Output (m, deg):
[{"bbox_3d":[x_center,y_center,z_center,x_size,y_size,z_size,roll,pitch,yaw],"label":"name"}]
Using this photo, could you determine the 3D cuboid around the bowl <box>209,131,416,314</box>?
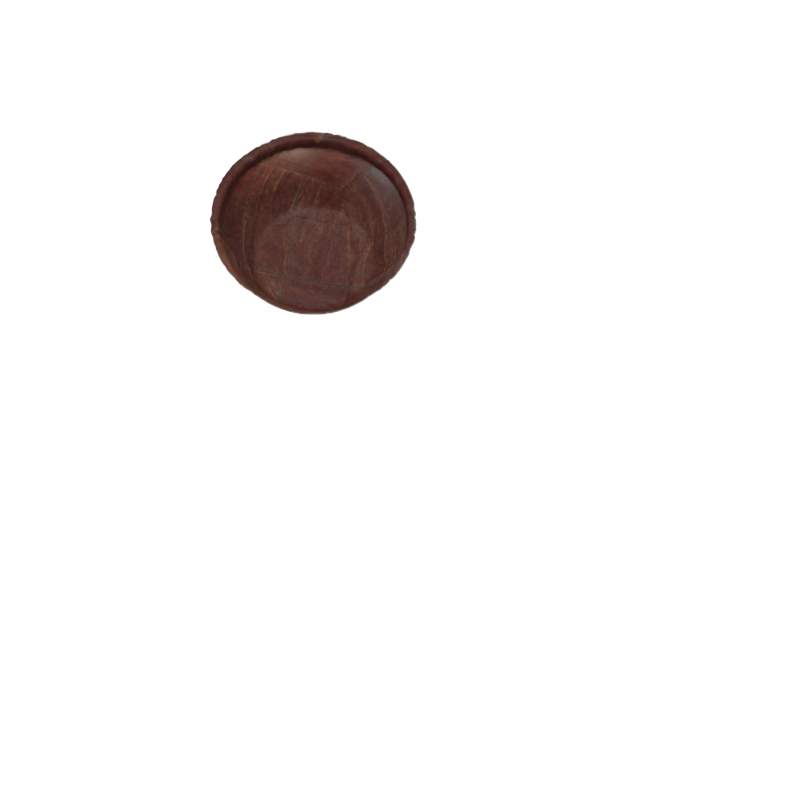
[{"bbox_3d":[-0.066,-0.121,0.849,0.162,0.152,0.059,1,34,-1],"label":"bowl"}]
